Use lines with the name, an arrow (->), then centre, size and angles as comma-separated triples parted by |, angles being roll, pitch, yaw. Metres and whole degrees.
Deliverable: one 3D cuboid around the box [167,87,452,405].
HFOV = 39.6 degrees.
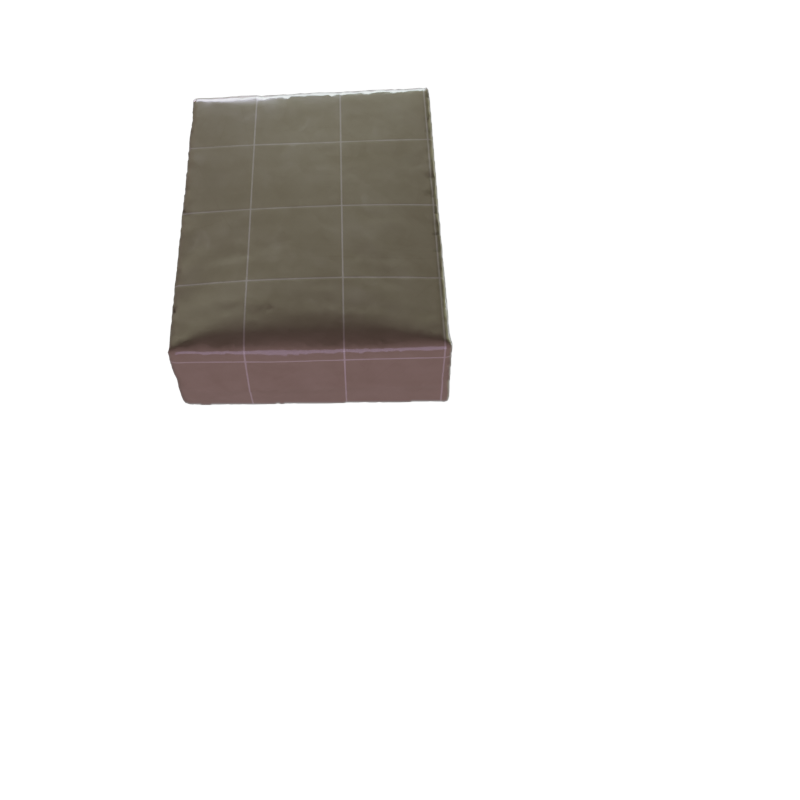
box -> -0.056, -0.102, 0.716 | 0.164, 0.229, 0.067 | -3, -37, 1
